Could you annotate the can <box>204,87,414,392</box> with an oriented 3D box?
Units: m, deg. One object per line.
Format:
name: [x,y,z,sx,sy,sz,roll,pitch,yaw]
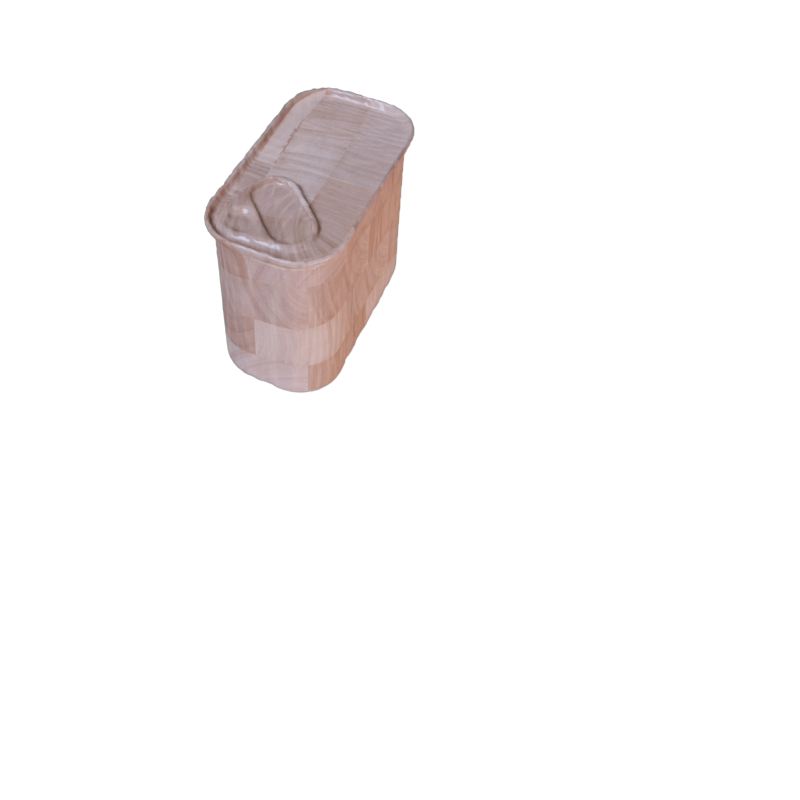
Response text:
can: [-0.037,-0.066,0.466,0.059,0.106,0.078,19,-39,13]
